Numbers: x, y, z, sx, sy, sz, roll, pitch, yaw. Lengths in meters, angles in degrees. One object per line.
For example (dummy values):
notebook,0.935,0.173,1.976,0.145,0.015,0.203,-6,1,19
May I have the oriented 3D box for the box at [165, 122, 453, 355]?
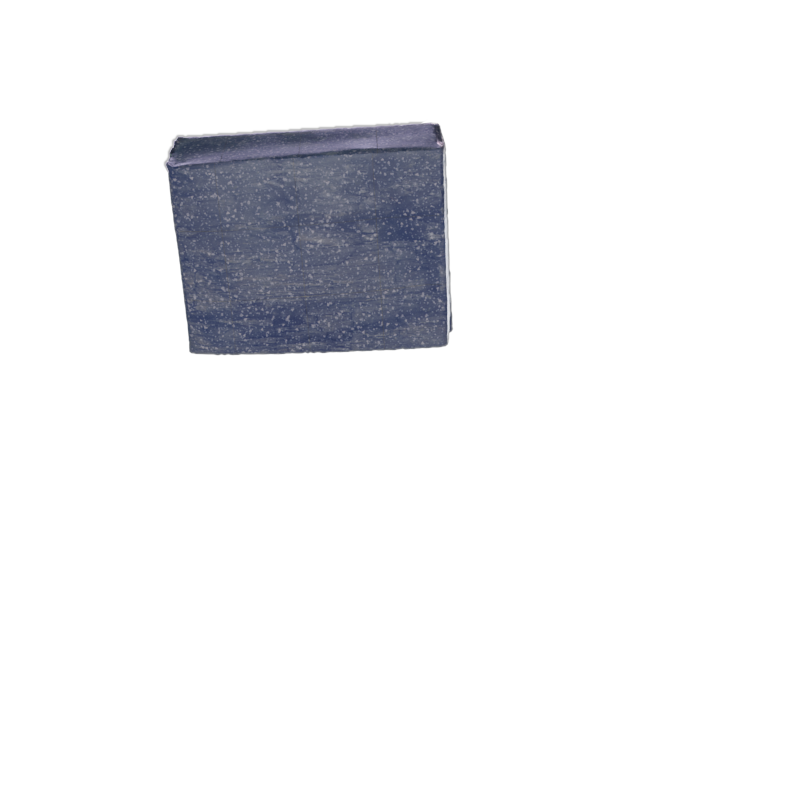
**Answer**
box,-0.036,-0.066,0.463,0.113,0.085,0.041,-3,25,1
